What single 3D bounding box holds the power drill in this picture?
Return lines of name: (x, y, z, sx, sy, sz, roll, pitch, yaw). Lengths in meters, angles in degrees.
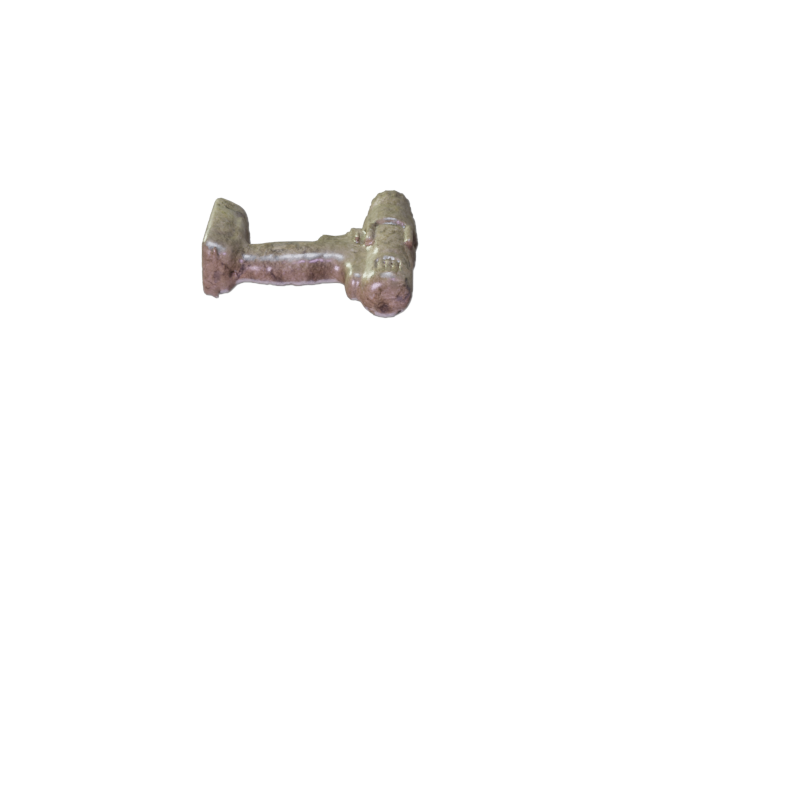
power drill: (-0.078, -0.142, 0.994, 0.188, 0.054, 0.195, 1, 33, 2)
